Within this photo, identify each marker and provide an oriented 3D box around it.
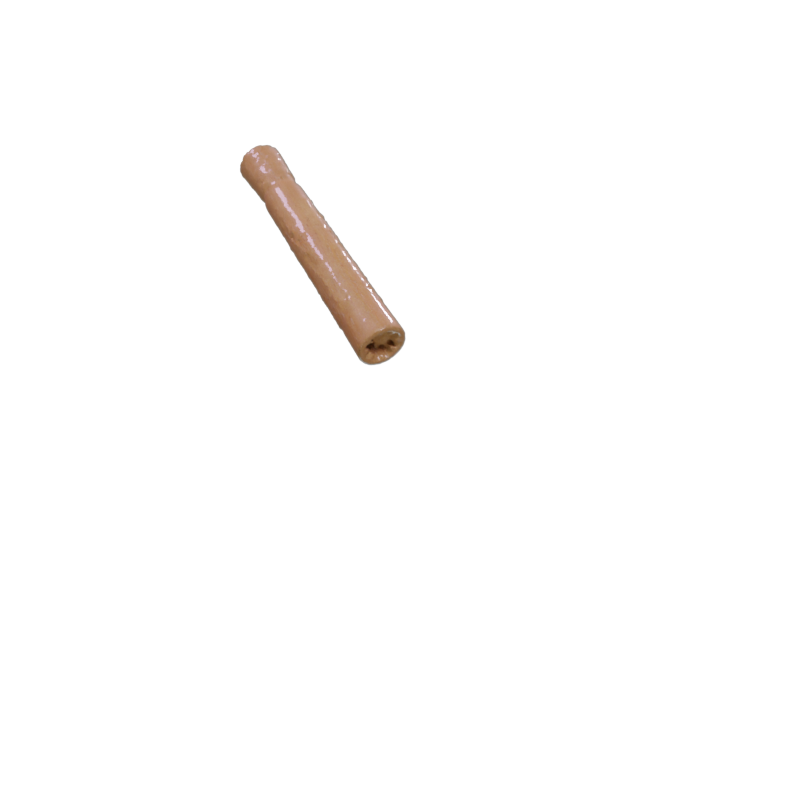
[{"bbox_3d":[-0.034,-0.062,0.431,0.019,0.019,0.131,-2,42,-33],"label":"marker"}]
